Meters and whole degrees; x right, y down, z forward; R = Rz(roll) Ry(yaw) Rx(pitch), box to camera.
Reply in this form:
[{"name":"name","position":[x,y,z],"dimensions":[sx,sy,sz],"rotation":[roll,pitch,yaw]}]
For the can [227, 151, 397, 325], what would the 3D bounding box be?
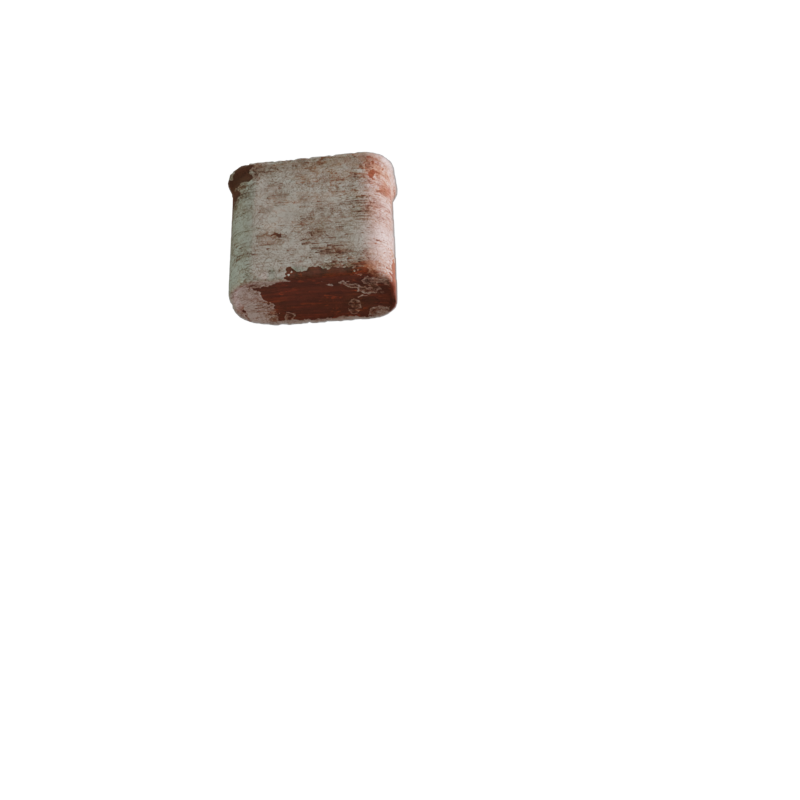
[{"name":"can","position":[-0.052,-0.094,0.657],"dimensions":[0.103,0.089,0.053],"rotation":[-5,-31,6]}]
